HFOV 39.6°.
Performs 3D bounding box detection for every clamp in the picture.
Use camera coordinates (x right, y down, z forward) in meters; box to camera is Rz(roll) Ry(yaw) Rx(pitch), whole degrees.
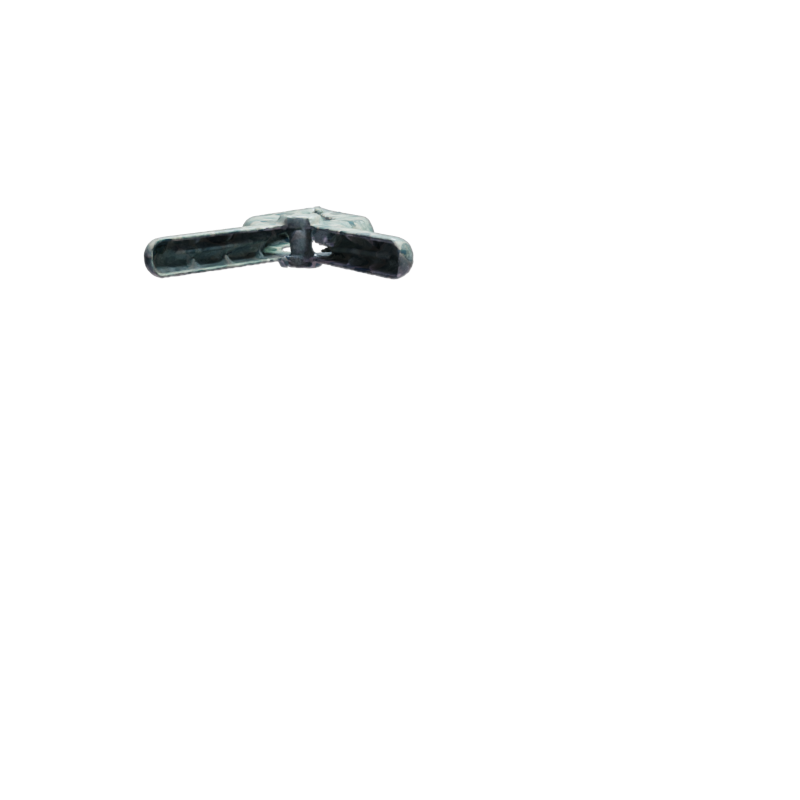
[{"bbox_3d":[-0.059,-0.107,0.752,0.168,0.035,0.211,3,15,12],"label":"clamp"}]
